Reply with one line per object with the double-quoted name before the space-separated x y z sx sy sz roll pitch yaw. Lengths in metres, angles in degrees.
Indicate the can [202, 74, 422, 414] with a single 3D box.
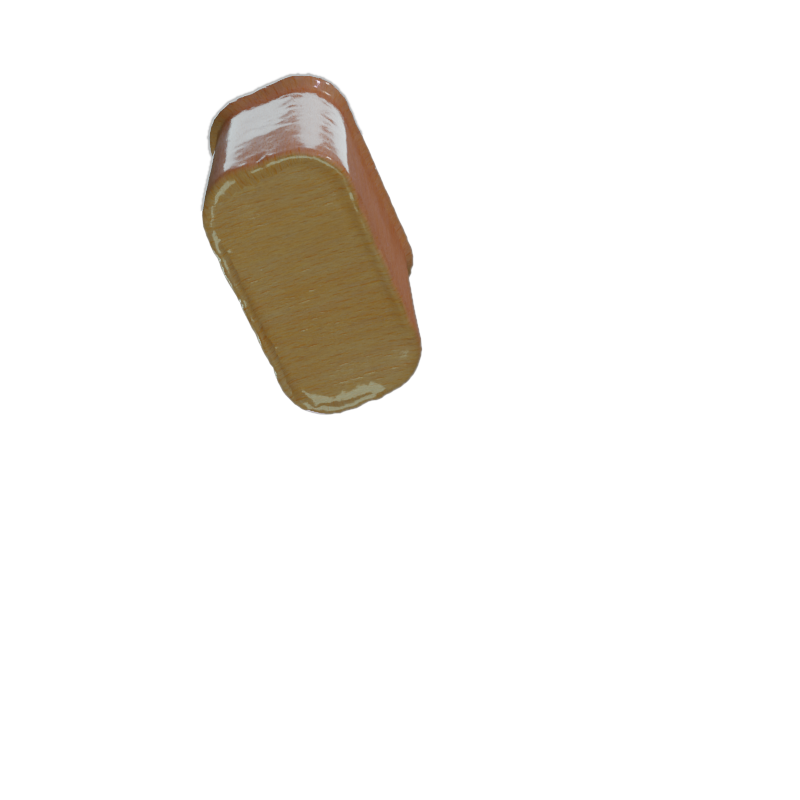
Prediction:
"can" -0.032 -0.058 0.405 0.058 0.096 0.089 -21 25 8
